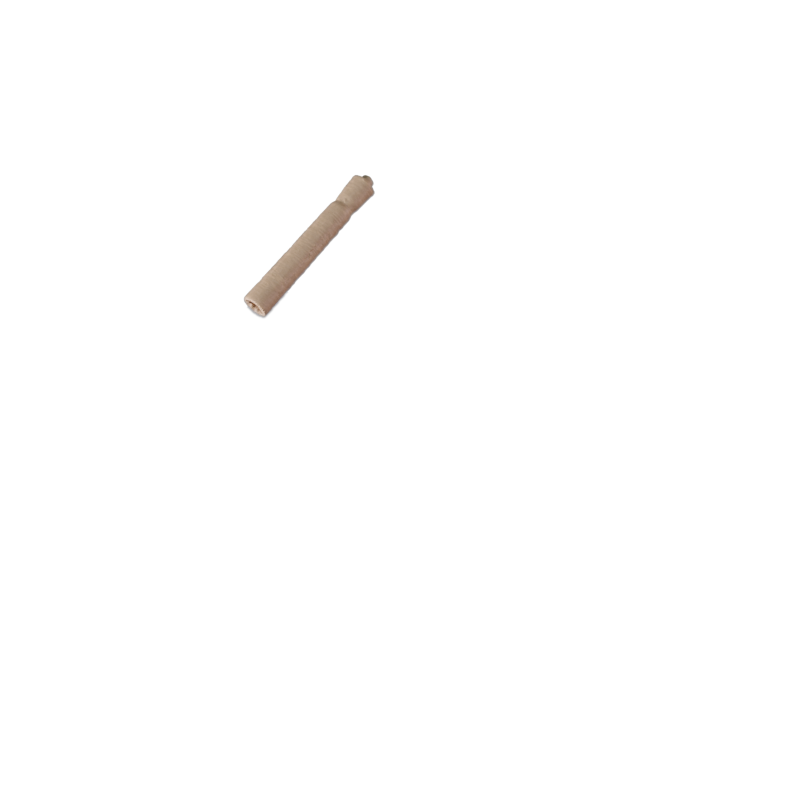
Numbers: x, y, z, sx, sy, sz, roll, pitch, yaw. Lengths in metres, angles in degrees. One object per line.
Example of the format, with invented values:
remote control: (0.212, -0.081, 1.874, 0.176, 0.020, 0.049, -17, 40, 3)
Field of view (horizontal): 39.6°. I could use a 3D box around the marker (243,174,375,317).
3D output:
marker: (-0.057, -0.104, 0.727, 0.019, 0.123, 0.020, 49, -23, -25)
